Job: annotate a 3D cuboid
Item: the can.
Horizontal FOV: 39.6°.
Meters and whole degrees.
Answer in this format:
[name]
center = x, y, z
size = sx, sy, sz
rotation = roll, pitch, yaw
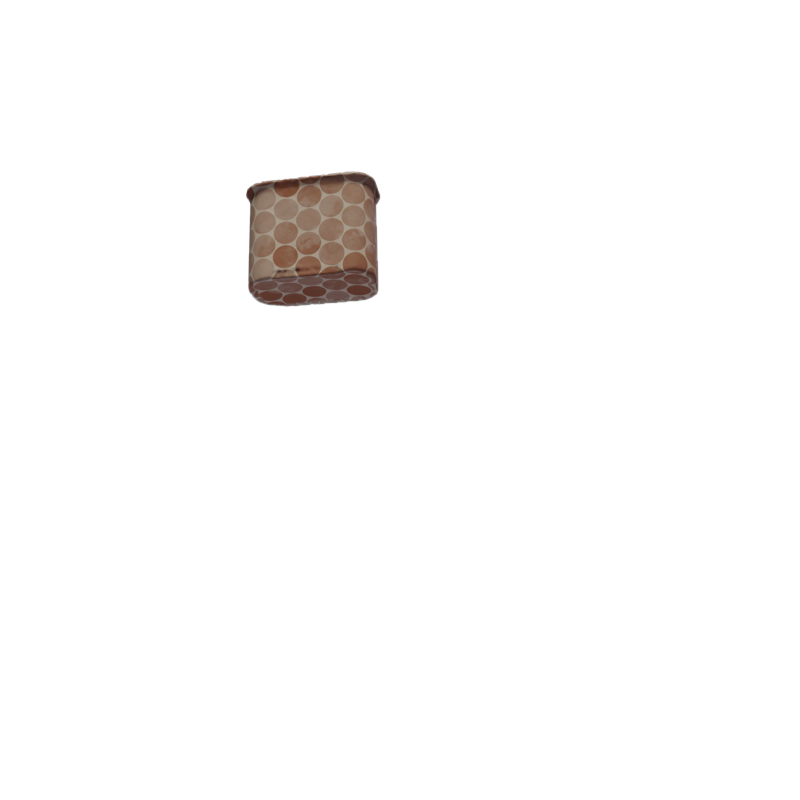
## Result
[can]
center = -0.066, -0.121, 0.844
size = 0.103, 0.089, 0.054
rotation = -5, -24, 10
